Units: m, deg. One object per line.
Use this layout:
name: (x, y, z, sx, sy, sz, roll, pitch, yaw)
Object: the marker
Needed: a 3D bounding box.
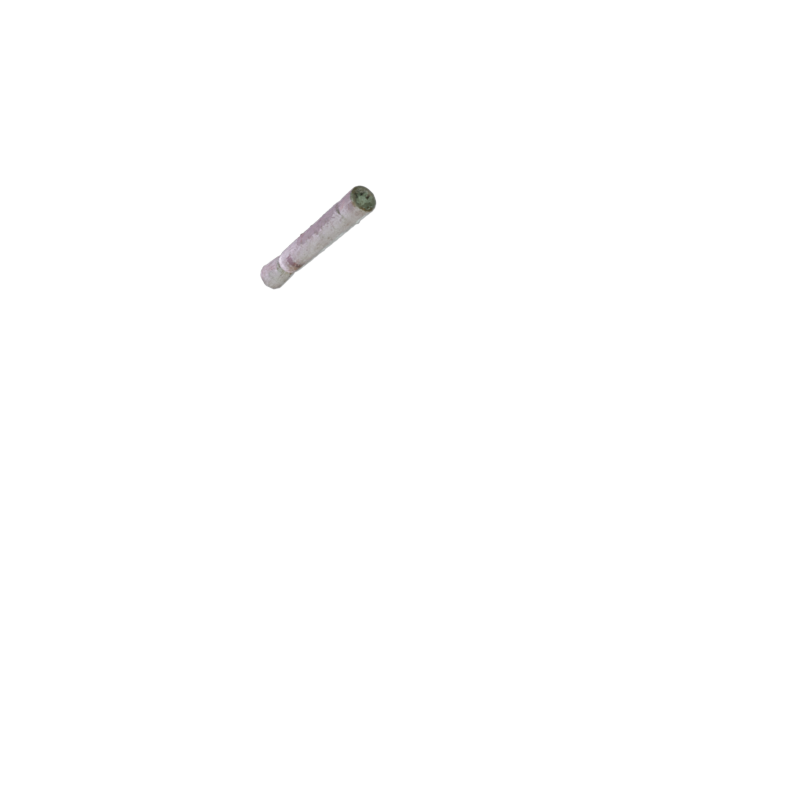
marker: (-0.057, -0.103, 0.723, 0.019, 0.021, 0.120, -2, -19, -39)
